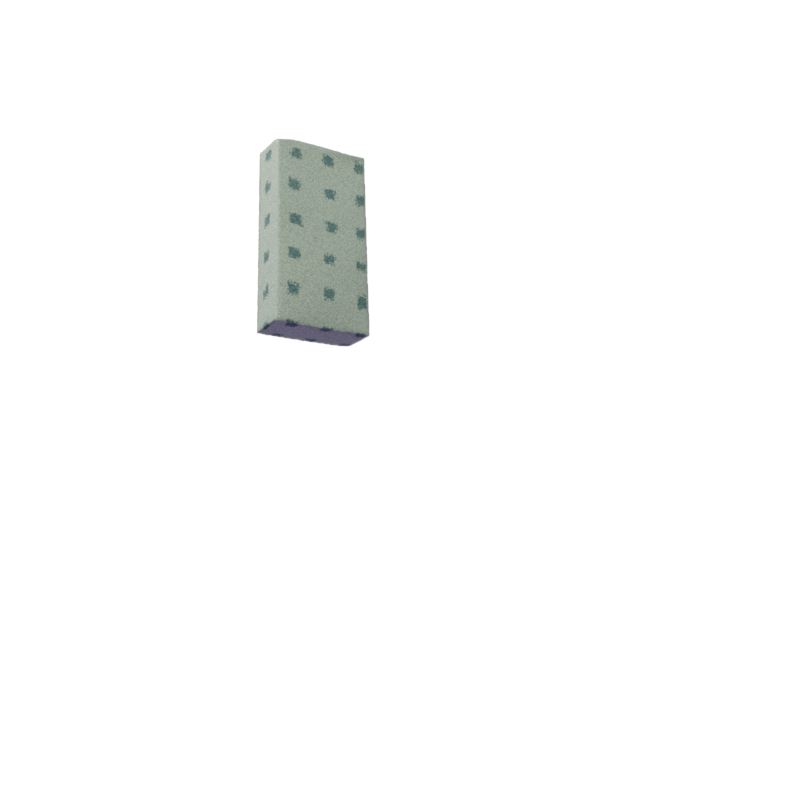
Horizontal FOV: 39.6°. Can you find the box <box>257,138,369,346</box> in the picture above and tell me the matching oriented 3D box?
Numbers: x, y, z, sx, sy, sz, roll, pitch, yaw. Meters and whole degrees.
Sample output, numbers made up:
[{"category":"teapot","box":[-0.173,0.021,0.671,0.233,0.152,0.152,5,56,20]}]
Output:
[{"category":"box","box":[-0.077,-0.140,0.982,0.089,0.185,0.048,10,-24,-28]}]
